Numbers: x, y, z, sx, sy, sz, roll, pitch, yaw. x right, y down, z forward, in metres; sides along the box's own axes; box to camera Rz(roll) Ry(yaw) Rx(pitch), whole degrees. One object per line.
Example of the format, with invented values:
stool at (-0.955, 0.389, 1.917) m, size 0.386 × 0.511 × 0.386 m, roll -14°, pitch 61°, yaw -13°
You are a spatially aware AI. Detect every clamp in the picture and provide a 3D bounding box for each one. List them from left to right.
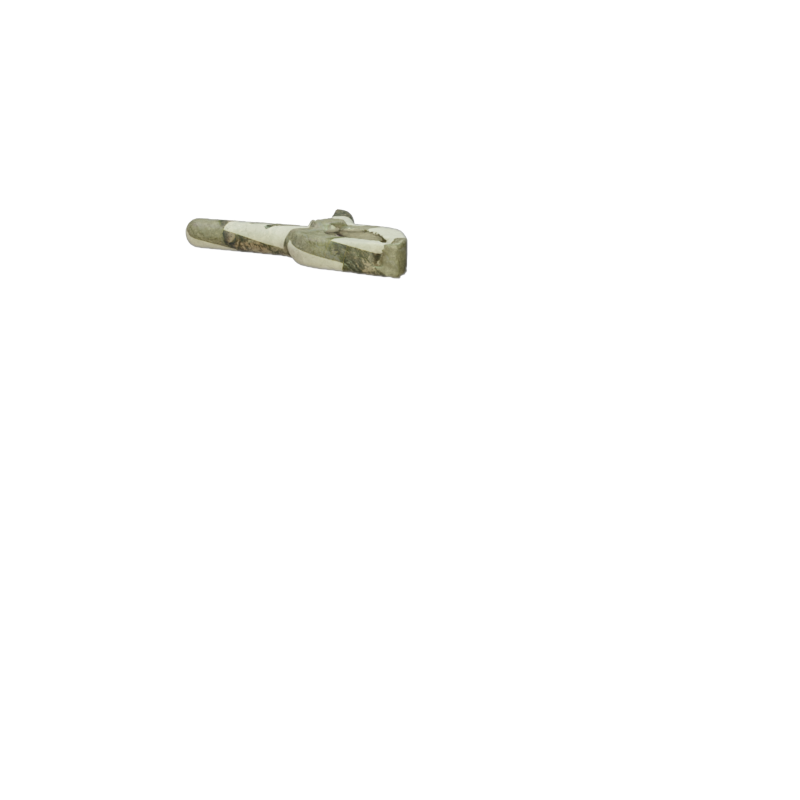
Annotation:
clamp at (-0.071, -0.129, 0.902) m, size 0.160 × 0.035 × 0.222 m, roll -9°, pitch 19°, yaw -27°
